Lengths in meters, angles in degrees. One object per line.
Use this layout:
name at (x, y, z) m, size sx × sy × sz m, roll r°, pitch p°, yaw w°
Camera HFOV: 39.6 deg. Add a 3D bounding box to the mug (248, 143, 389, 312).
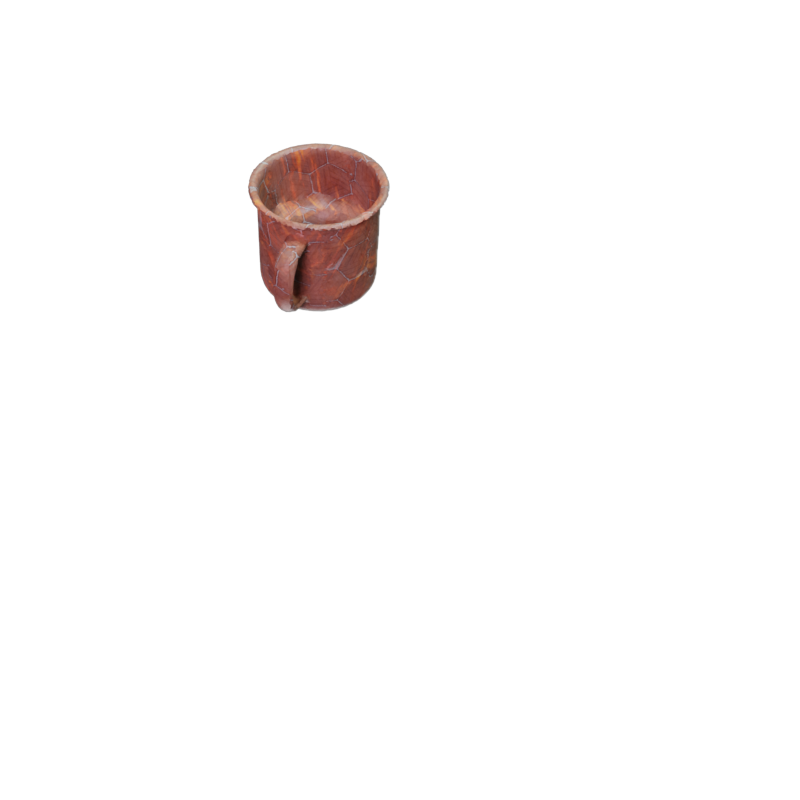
mug at (-0.058, -0.106, 0.744) m, size 0.095 × 0.076 × 0.123 m, roll 11°, pitch 45°, yaw 10°
